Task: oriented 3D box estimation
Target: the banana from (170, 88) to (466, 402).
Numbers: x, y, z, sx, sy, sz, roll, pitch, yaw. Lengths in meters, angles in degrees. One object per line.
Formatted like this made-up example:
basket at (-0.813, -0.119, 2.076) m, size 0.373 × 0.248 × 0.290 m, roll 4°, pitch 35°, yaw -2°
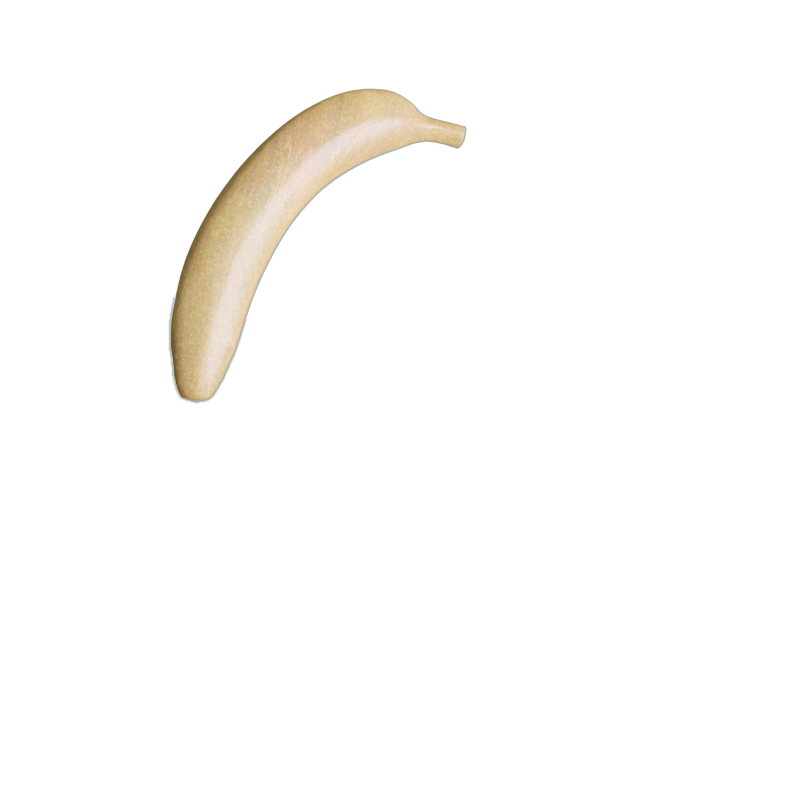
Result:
banana at (-0.053, -0.090, 0.531) m, size 0.072 × 0.200 × 0.035 m, roll 38°, pitch -18°, yaw 13°
